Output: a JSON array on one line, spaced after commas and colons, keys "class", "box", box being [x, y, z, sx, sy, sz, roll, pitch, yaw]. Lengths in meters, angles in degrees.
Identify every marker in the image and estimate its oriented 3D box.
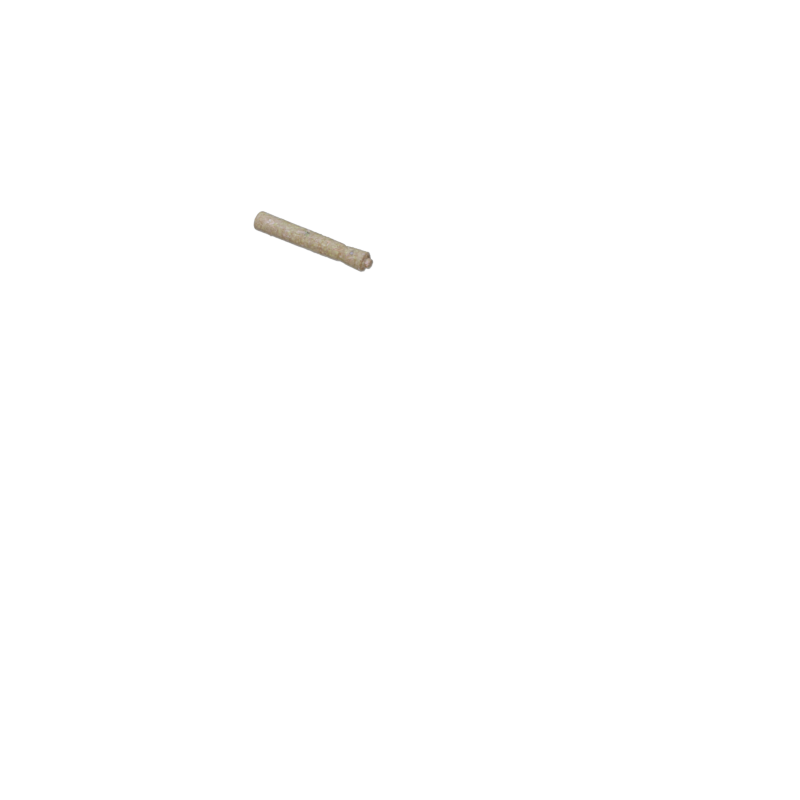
[{"class": "marker", "box": [-0.078, -0.143, 0.999, 0.127, 0.019, 0.019, 24, 14, 25]}]
